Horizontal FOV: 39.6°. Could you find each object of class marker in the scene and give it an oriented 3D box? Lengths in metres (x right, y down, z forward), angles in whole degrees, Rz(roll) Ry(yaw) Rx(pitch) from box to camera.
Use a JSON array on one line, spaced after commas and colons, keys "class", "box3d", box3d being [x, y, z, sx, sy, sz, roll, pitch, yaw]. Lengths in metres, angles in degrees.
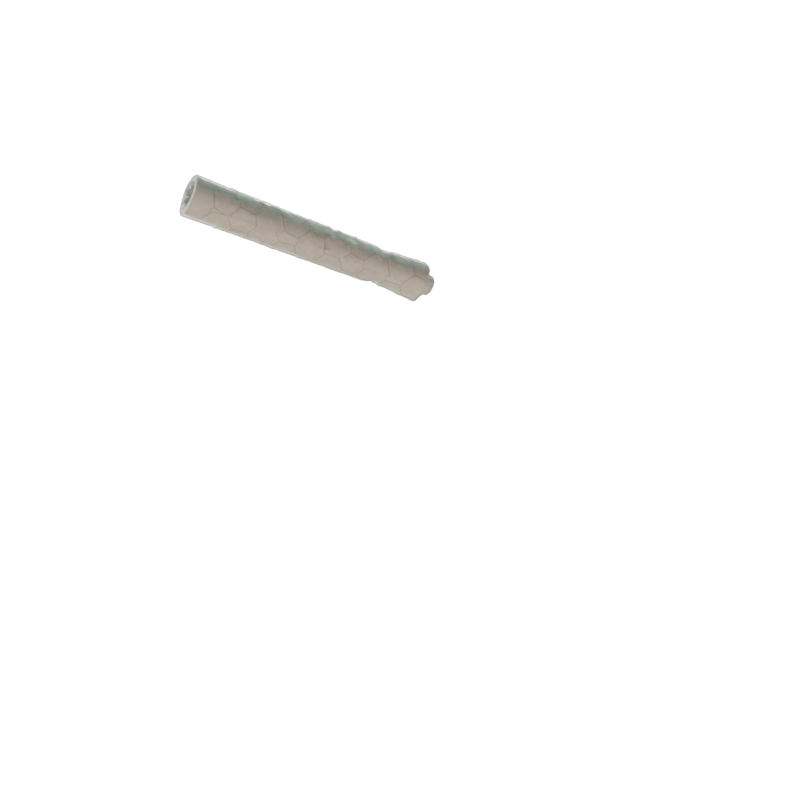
[{"class": "marker", "box3d": [-0.038, -0.070, 0.491, 0.116, 0.020, 0.020, 18, -3, -20]}]
